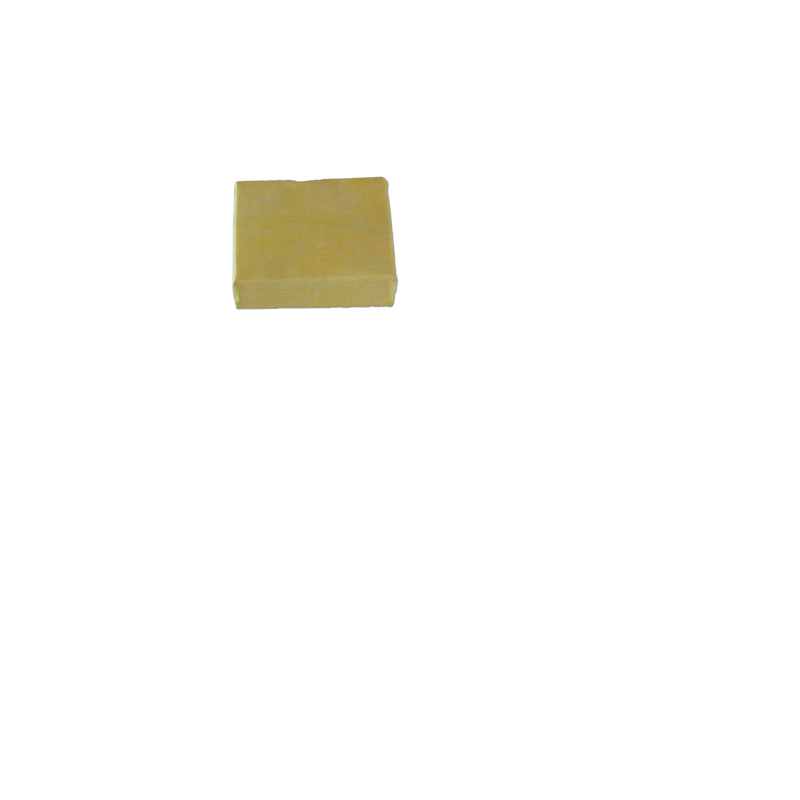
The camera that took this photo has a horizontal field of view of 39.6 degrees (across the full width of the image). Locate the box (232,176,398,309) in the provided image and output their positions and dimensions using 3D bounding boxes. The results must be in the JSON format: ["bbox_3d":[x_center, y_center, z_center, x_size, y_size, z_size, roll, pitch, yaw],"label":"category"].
[{"bbox_3d":[-0.048,-0.088,0.616,0.089,0.078,0.028,-2,-36,-2],"label":"box"}]
